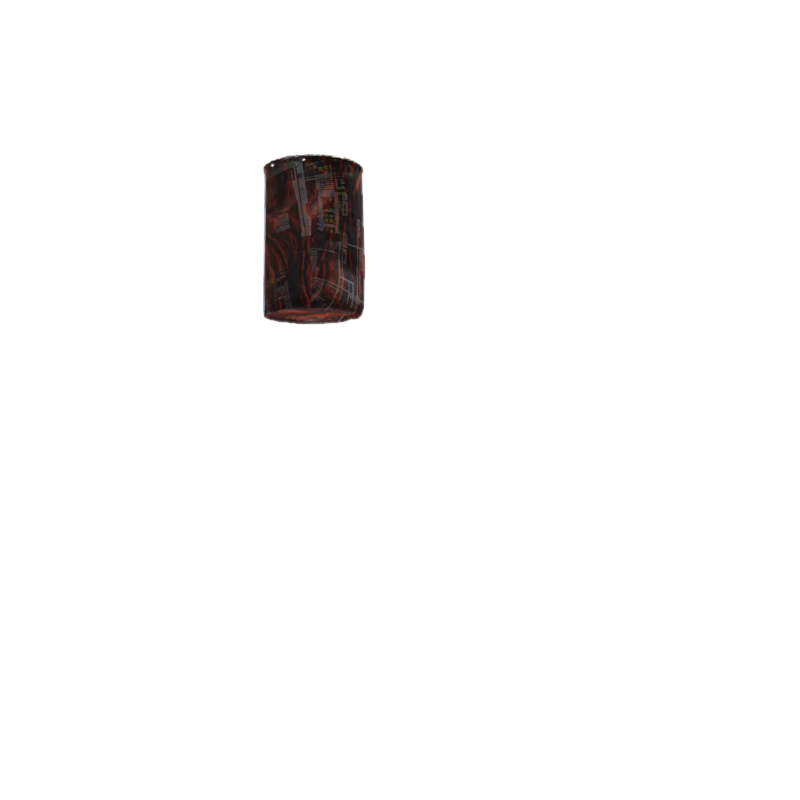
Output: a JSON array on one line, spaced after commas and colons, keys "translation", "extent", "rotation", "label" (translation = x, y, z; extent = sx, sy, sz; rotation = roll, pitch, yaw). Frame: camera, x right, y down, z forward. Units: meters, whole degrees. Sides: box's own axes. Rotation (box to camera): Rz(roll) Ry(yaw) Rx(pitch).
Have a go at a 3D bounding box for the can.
[{"translation": [-0.058, -0.106, 0.741], "extent": [0.068, 0.105, 0.067], "rotation": [0, -10, -2], "label": "can"}]
